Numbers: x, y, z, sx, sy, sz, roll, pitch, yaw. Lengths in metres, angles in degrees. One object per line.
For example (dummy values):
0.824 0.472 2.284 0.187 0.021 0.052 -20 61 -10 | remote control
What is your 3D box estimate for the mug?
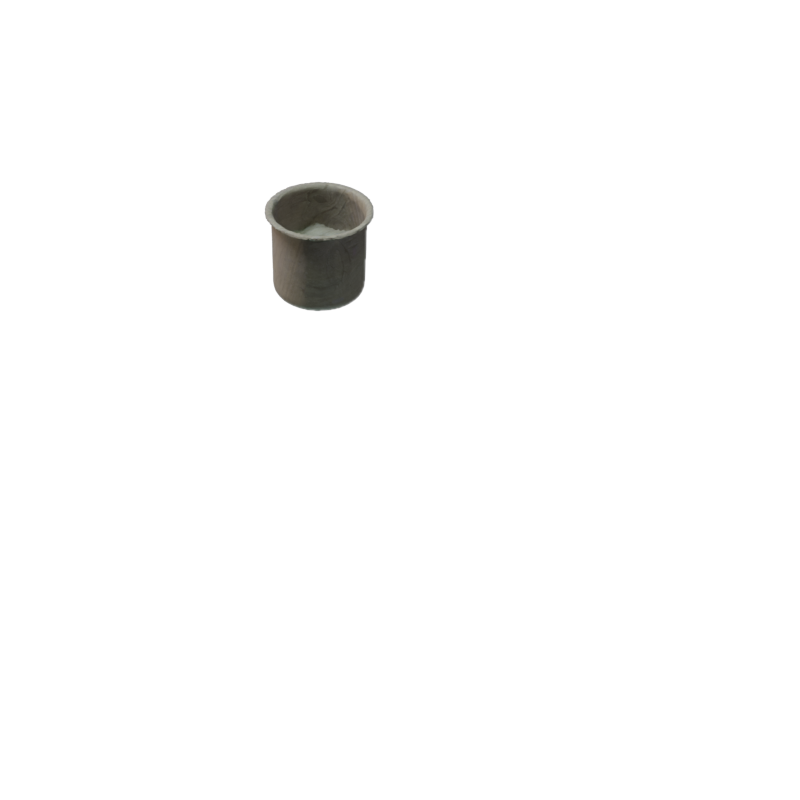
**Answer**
-0.076 -0.139 0.971 0.092 0.076 0.127 -16 41 -22 | mug
